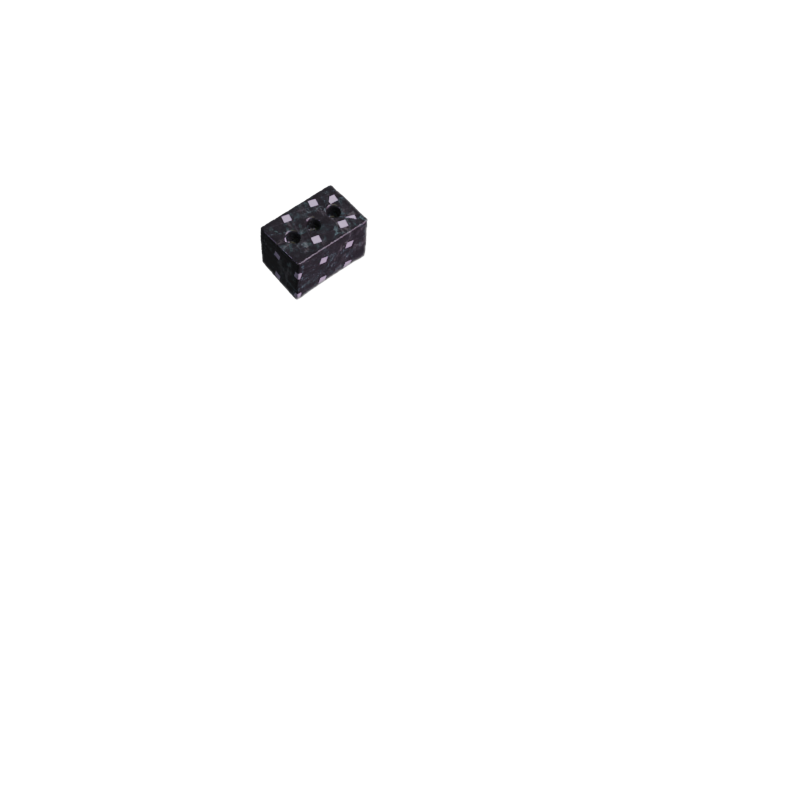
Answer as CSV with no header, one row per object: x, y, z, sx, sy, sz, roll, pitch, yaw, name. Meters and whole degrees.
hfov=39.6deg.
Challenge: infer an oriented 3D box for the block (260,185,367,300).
-0.074,-0.136,0.950,0.078,0.056,0.048,-36,-25,-22,block
